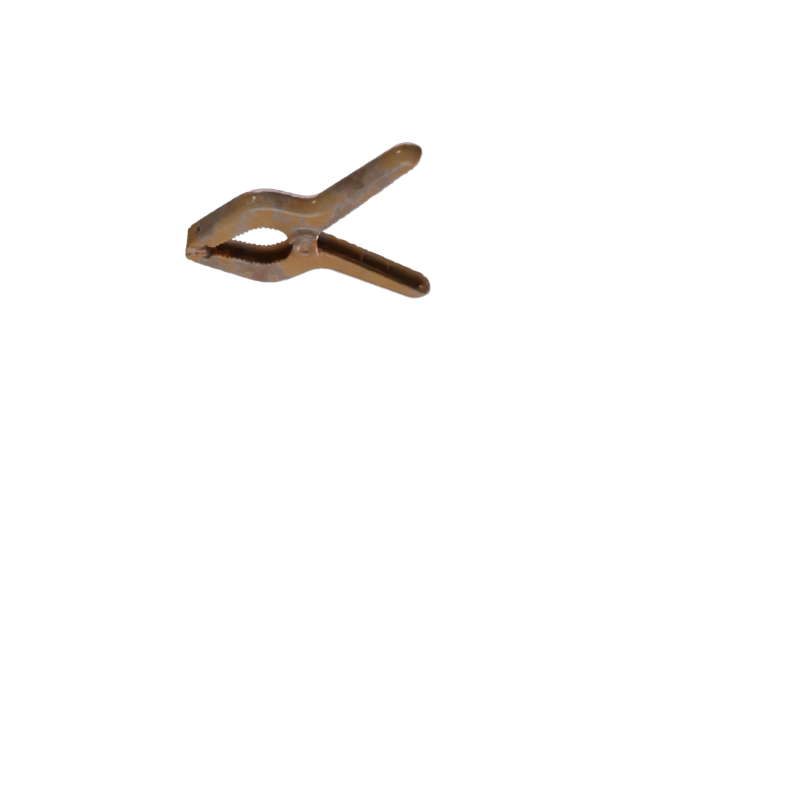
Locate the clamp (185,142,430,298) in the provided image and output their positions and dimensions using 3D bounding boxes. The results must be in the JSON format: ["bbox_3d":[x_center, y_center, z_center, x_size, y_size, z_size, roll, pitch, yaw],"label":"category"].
[{"bbox_3d":[-0.073,-0.133,0.931,0.211,0.039,0.152,-8,-44,9],"label":"clamp"}]
